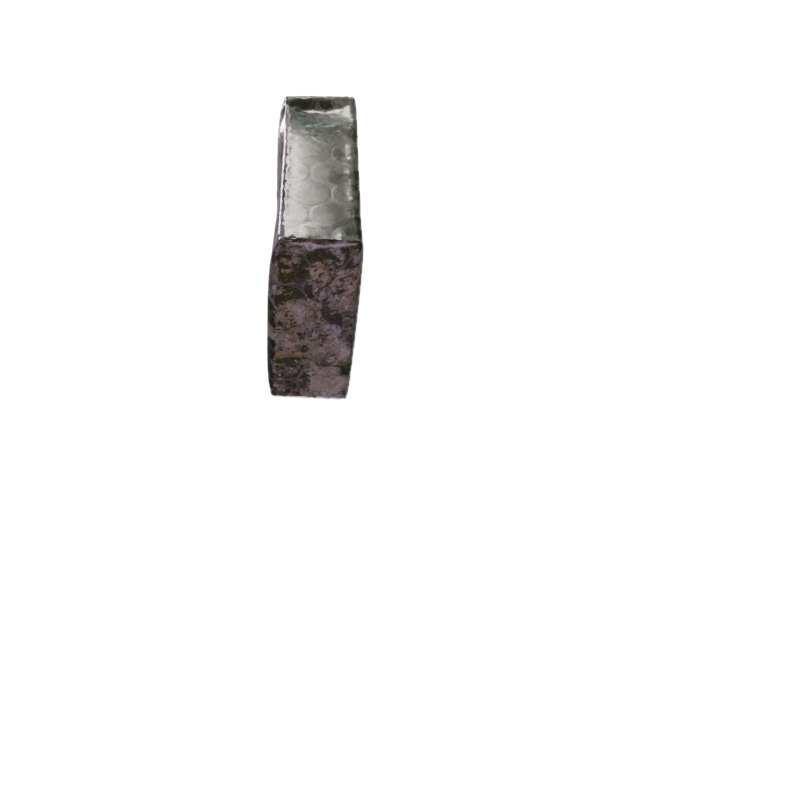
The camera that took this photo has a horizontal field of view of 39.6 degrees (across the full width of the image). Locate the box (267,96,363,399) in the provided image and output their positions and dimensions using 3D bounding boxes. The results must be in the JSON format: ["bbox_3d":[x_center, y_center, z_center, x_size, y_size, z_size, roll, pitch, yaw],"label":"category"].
[{"bbox_3d":[-0.073,-0.134,0.935,0.071,0.154,0.229,2,42,-6],"label":"box"}]
